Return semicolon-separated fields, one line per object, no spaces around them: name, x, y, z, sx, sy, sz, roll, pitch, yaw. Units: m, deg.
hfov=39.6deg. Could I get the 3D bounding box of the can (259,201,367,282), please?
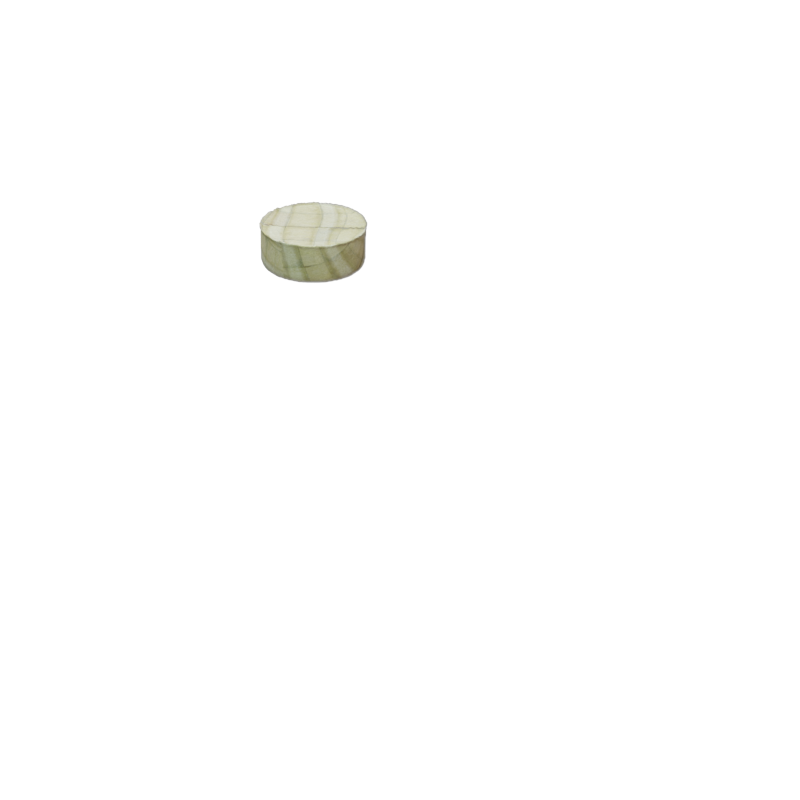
can;-0.070;-0.127;0.889;0.086;0.032;0.091;-1;31;-2
